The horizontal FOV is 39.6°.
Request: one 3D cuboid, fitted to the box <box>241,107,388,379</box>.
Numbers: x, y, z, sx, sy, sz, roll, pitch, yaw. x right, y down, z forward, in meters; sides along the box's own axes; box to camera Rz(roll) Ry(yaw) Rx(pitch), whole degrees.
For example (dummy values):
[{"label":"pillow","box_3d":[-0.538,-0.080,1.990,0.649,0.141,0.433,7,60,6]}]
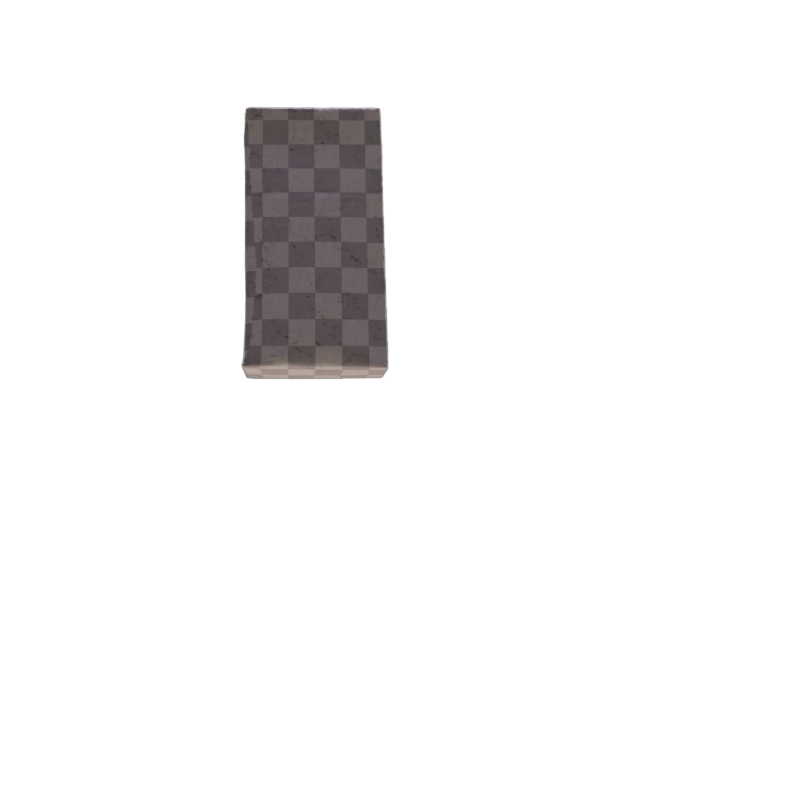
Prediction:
[{"label":"box","box_3d":[-0.057,-0.104,0.729,0.093,0.183,0.046,0,-16,-3]}]
